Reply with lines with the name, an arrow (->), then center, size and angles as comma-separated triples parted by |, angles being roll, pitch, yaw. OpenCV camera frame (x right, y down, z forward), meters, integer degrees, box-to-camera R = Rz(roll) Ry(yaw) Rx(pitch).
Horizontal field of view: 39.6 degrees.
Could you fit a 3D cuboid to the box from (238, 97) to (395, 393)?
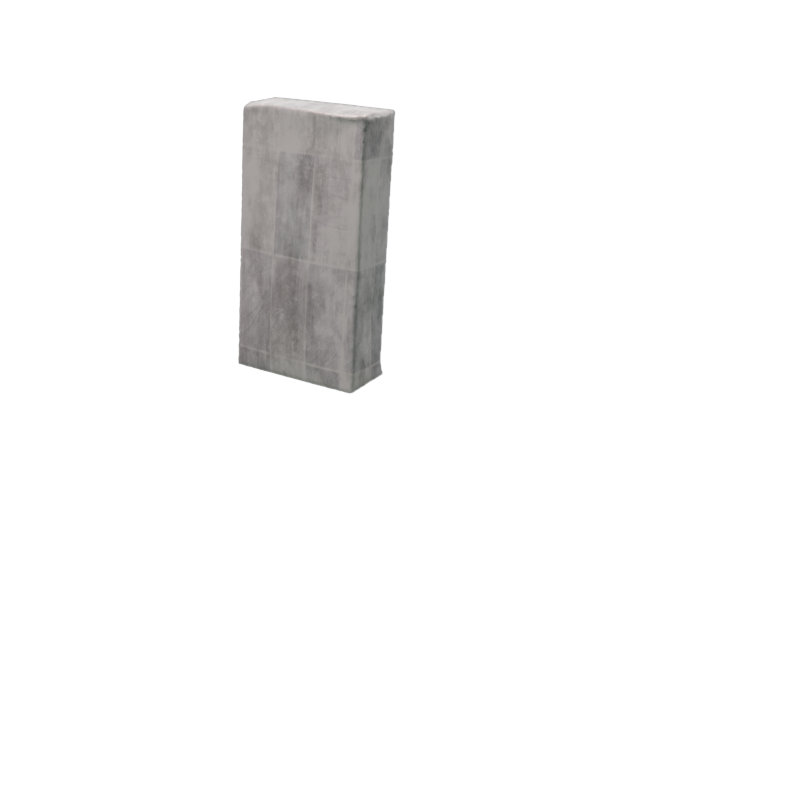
box -> -0.056, -0.101, 0.710 | 0.098, 0.170, 0.048 | 12, 19, 30
